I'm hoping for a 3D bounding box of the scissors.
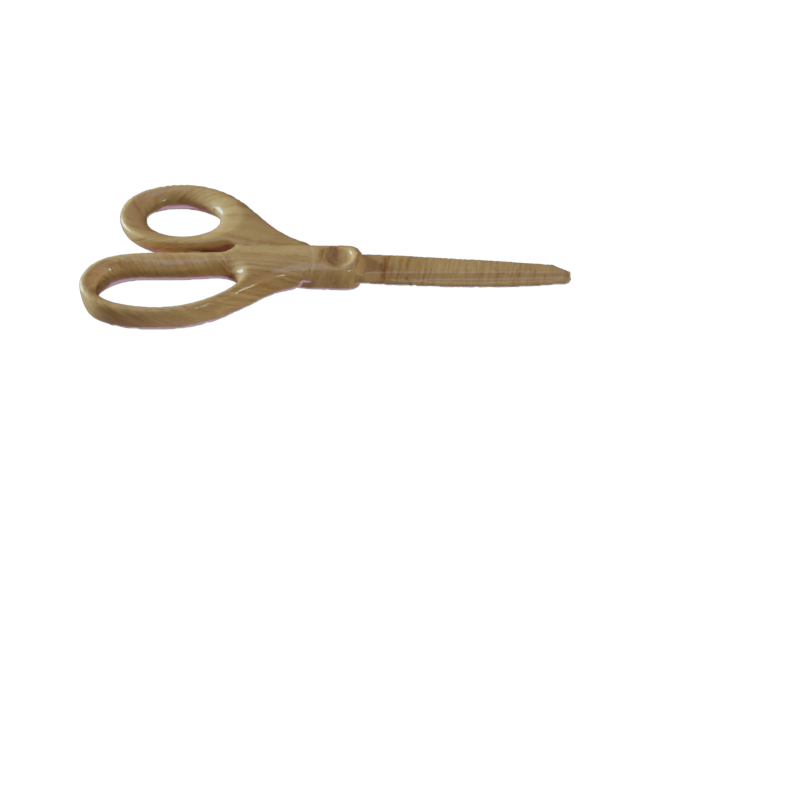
[{"bbox_3d":[-0.038,-0.069,0.483,0.200,0.015,0.104,-9,44,-9],"label":"scissors"}]
